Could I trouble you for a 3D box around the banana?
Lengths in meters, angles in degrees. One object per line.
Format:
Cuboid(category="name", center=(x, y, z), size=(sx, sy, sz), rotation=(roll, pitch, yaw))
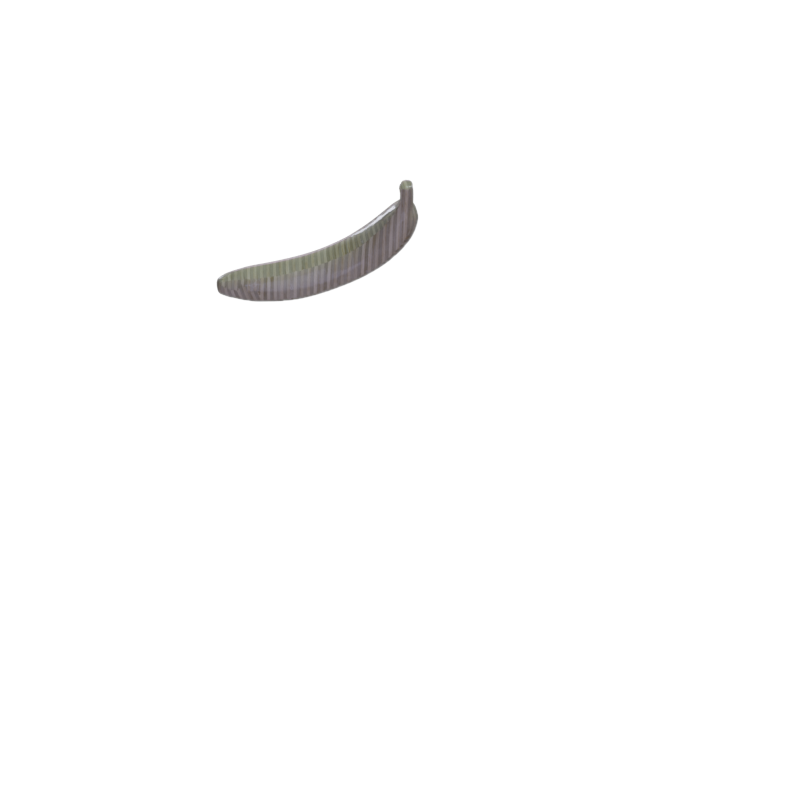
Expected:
Cuboid(category="banana", center=(-0.059, -0.123, 0.935), size=(0.198, 0.039, 0.065), rotation=(-26, -53, 21))
